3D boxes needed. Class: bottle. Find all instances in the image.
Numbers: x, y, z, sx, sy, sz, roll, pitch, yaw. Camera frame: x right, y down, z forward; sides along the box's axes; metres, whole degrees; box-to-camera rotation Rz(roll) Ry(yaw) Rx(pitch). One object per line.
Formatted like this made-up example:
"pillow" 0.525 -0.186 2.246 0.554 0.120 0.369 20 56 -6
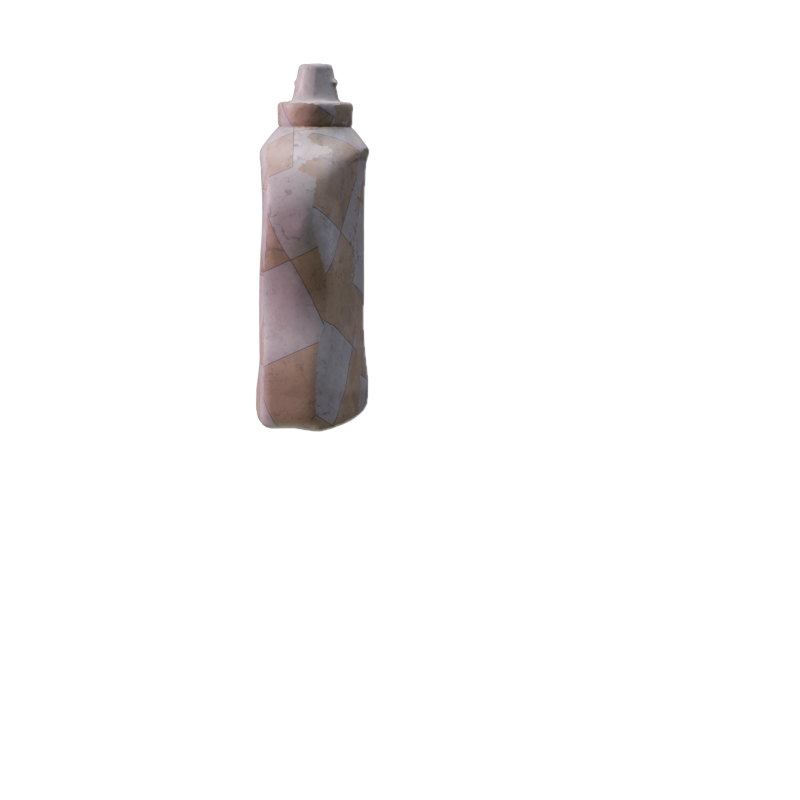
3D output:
"bottle" -0.047 -0.086 0.606 0.060 0.189 0.095 2 7 14
